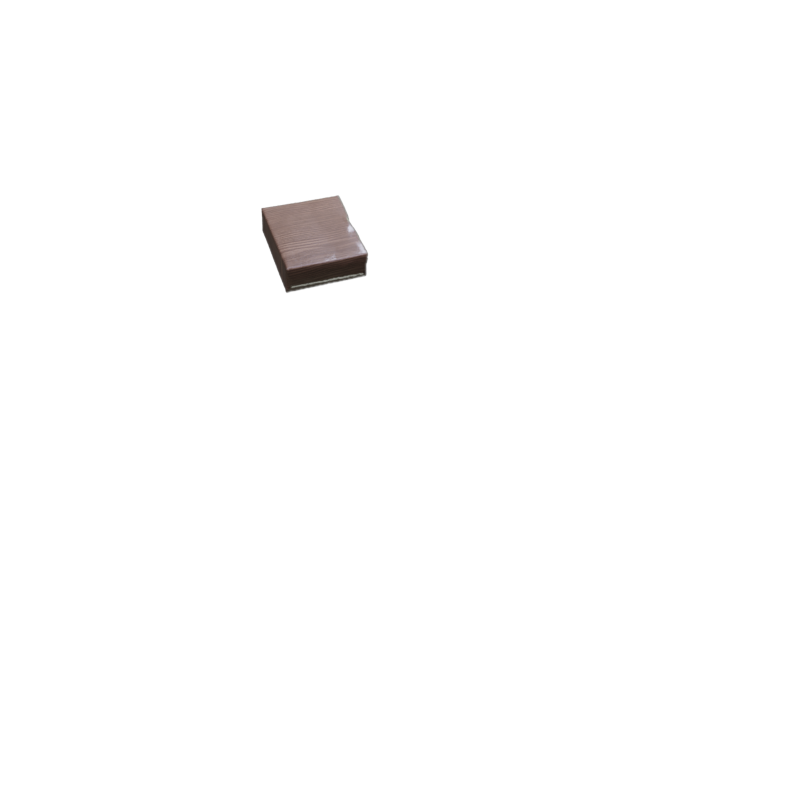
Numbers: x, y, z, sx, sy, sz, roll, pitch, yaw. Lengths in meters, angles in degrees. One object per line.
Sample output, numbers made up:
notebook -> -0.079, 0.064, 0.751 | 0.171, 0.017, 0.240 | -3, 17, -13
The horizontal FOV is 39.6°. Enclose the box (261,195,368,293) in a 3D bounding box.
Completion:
box -> -0.076, -0.138, 0.968 | 0.072, 0.028, 0.097 | -12, 46, -13
